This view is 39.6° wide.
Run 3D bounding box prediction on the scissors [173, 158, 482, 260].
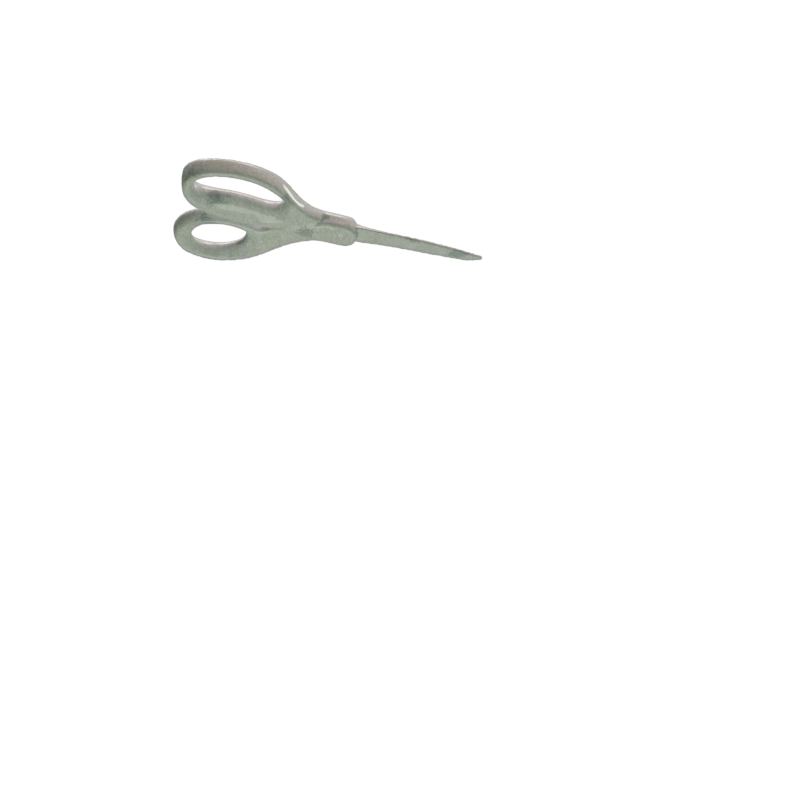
[{"bbox_3d":[-0.055,-0.100,0.701,0.191,0.017,0.095,19,-35,-30],"label":"scissors"}]
